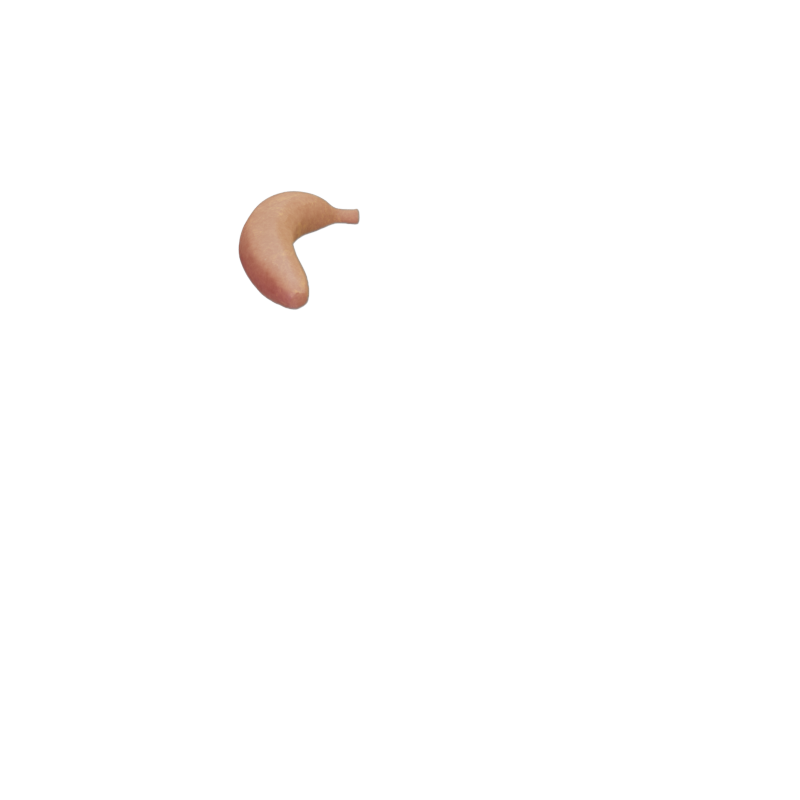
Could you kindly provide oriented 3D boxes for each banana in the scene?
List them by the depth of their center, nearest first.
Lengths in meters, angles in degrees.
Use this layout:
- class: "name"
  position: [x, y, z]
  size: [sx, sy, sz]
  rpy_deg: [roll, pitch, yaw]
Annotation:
- class: "banana"
  position: [-0.078, -0.113, 0.774]
  size: [0.070, 0.035, 0.205]
  rpy_deg: [4, 26, 8]
